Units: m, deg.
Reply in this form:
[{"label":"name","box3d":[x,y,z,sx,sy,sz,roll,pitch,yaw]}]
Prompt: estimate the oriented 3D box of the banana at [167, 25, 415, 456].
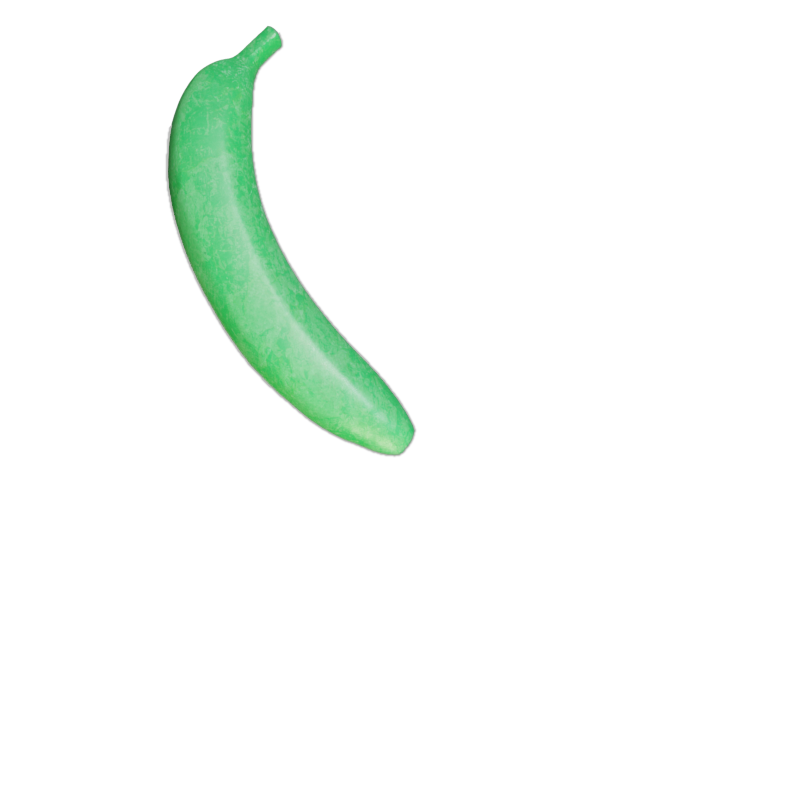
[{"label":"banana","box3d":[-0.055,-0.065,0.469,0.069,0.204,0.036,-18,-11,-4]}]
